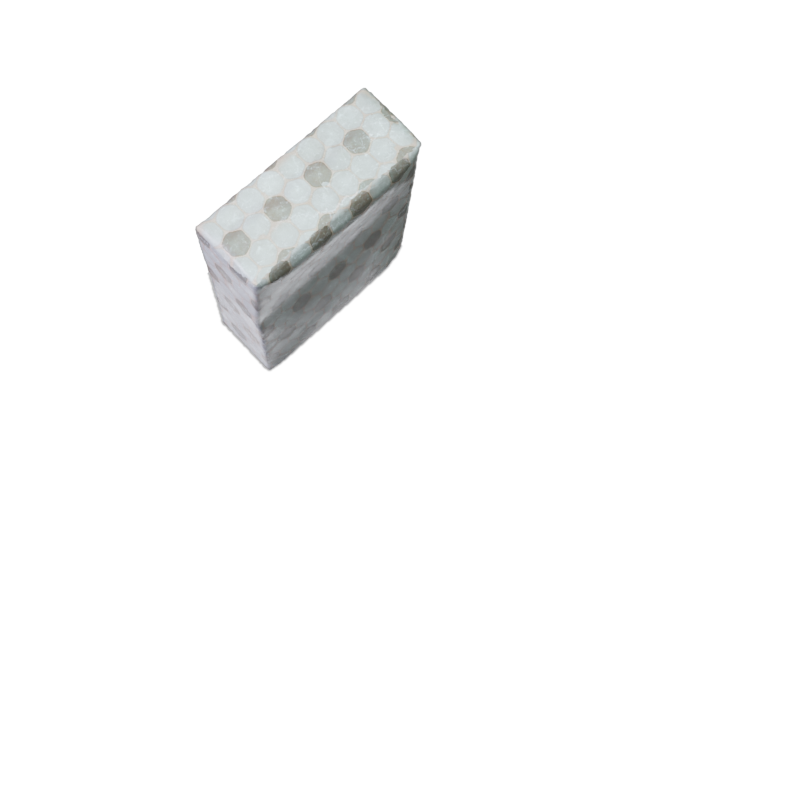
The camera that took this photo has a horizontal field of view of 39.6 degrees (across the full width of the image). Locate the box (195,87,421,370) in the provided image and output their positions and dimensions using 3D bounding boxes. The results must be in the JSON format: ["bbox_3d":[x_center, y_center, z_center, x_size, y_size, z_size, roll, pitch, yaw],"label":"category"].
[{"bbox_3d":[-0.068,-0.124,0.868,0.165,0.074,0.205,-43,-8,-13],"label":"box"}]
